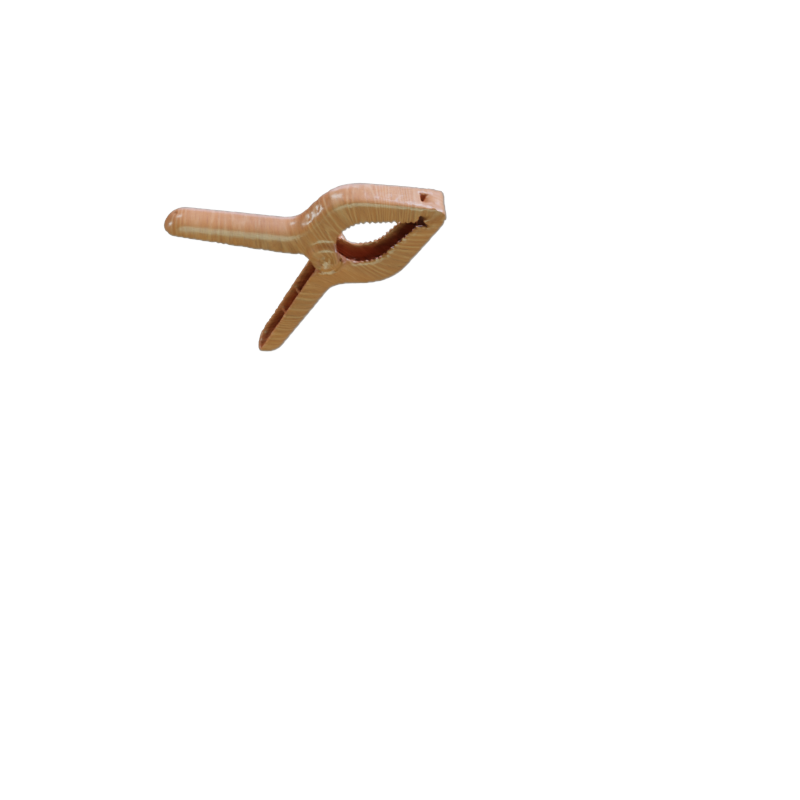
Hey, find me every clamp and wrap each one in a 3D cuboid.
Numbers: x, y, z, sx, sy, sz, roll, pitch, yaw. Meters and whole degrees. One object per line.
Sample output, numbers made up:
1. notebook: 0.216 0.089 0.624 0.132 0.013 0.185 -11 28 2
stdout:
1. clamp: -0.068 -0.124 0.866 0.211 0.039 0.152 -23 -47 23
